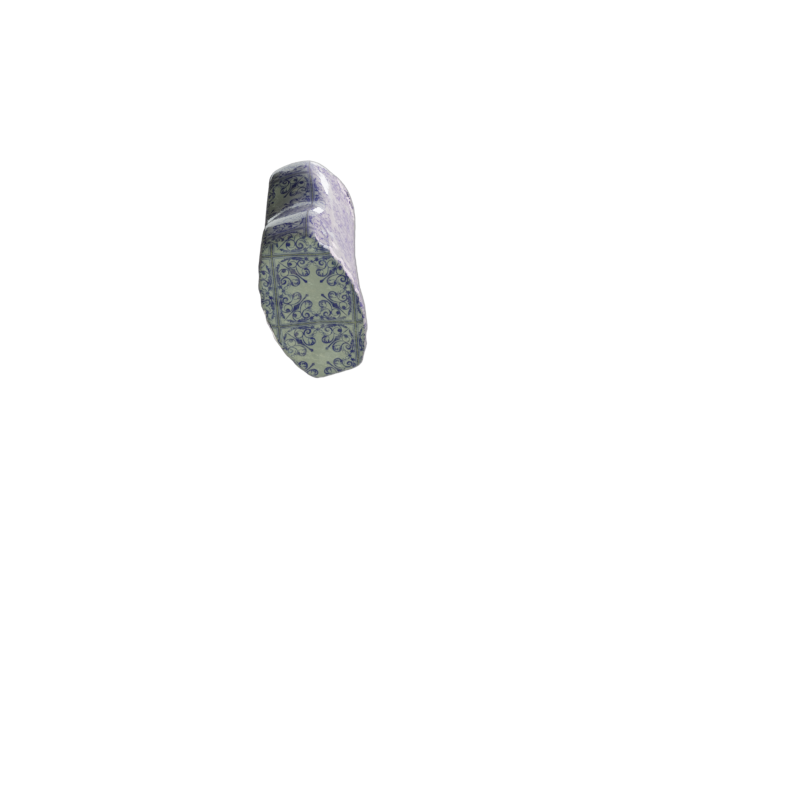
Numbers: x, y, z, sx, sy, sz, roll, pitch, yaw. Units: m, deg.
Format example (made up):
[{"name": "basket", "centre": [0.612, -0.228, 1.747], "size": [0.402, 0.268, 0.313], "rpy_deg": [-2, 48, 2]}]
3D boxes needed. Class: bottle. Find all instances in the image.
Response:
[{"name": "bottle", "centre": [-0.057, -0.103, 0.725], "size": [0.058, 0.090, 0.204], "rpy_deg": [-19, 30, 7]}]
